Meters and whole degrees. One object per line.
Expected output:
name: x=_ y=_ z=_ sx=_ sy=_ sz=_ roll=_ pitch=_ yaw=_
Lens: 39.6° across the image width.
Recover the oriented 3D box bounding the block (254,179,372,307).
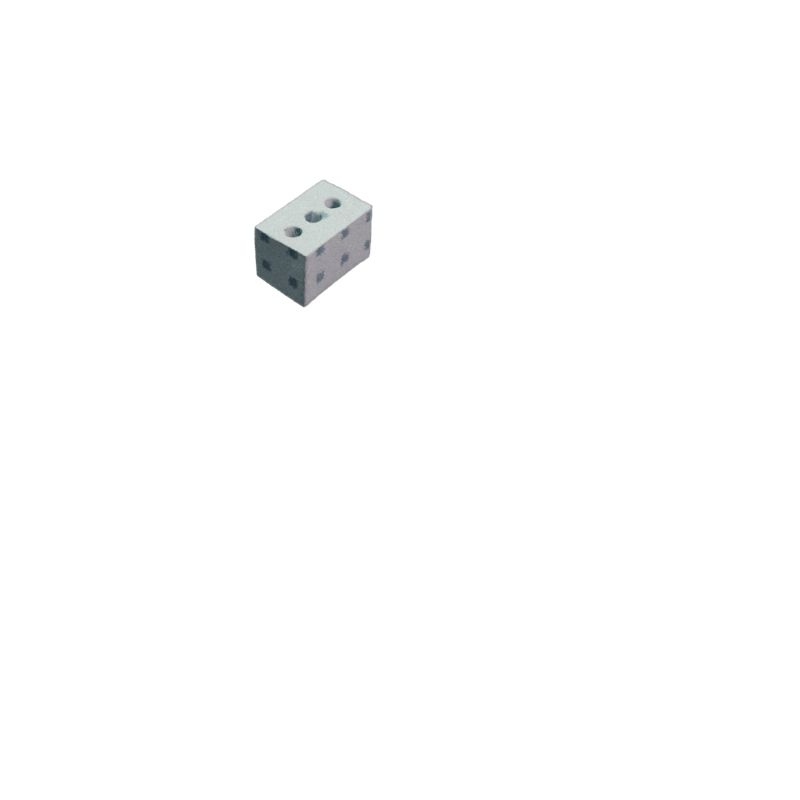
block: x=-0.065 y=-0.119 z=0.834 sx=0.056 sy=0.048 sz=0.079 roll=31 pitch=53 yaw=25
